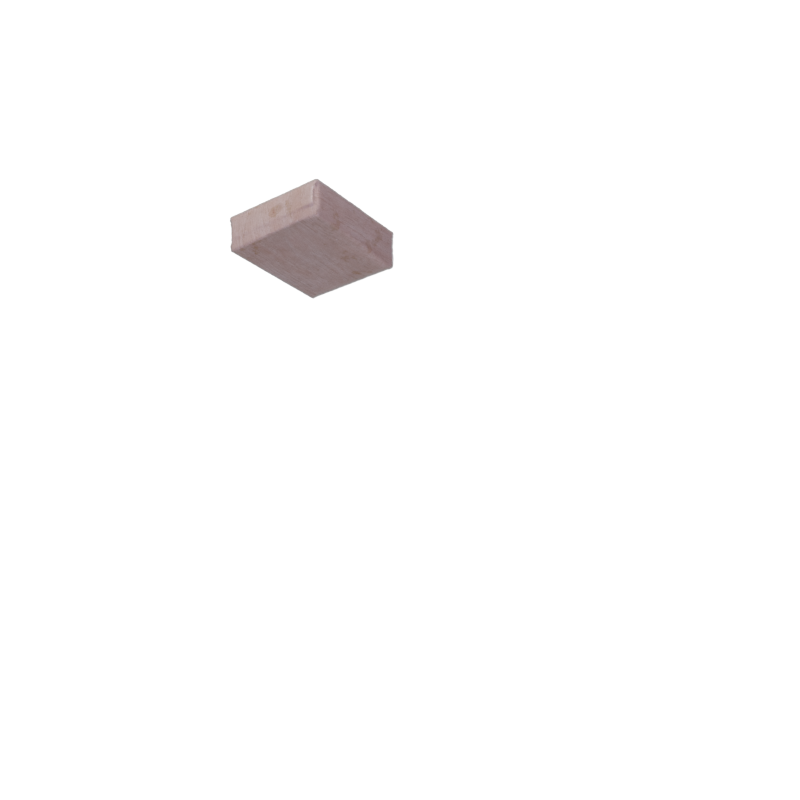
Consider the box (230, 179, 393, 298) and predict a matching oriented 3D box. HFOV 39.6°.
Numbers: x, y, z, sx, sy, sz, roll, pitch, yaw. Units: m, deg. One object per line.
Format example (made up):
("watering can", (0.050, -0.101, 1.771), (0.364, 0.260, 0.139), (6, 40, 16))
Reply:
("box", (-0.072, -0.131, 0.916), (0.091, 0.041, 0.106), (-18, -31, 31))
